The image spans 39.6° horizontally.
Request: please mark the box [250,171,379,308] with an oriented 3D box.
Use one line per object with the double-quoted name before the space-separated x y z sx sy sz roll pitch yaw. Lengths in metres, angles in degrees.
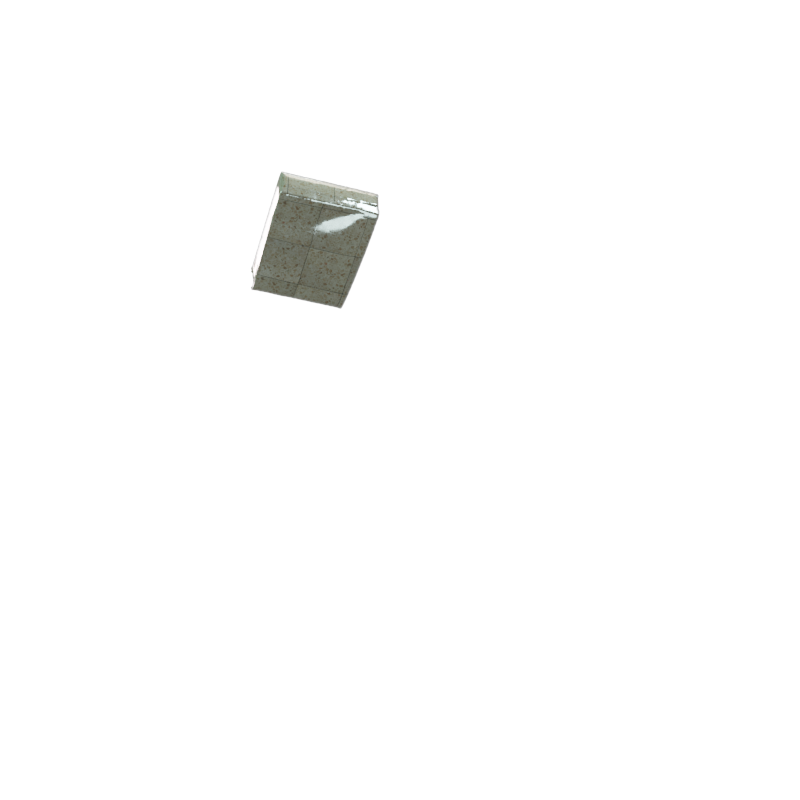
"box" -0.077 -0.141 0.986 0.088 0.108 0.042 14 35 -11
